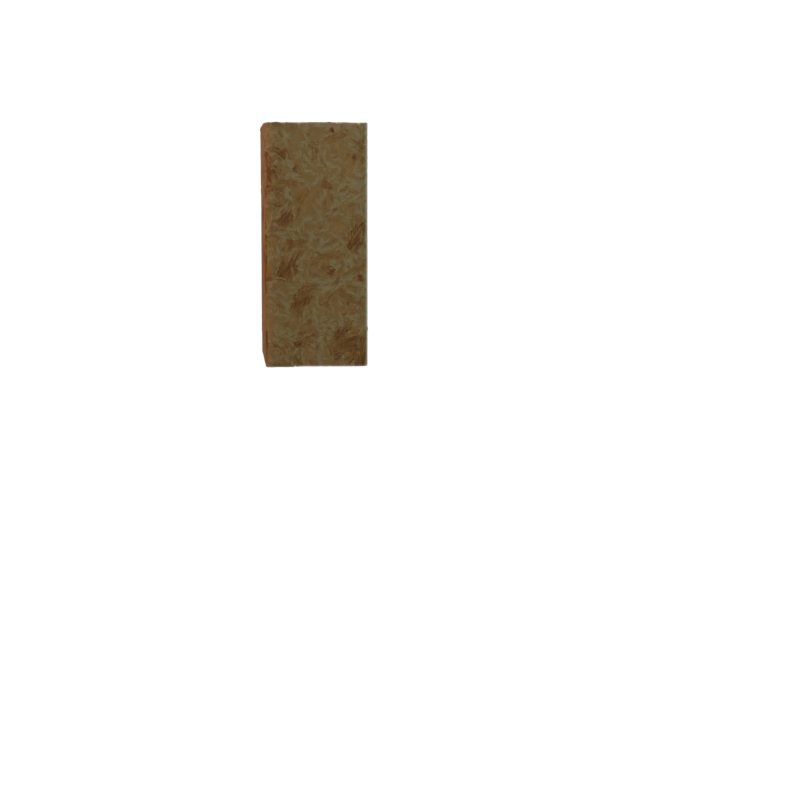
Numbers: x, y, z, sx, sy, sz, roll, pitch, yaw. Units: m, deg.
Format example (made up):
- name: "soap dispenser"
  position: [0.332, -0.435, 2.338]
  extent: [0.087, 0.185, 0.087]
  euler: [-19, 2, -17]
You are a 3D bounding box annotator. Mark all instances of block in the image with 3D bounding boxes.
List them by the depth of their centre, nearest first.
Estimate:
- name: "block"
  position: [-0.077, -0.139, 0.974]
  extent: [0.089, 0.204, 0.092]
  euler: [0, 5, -7]
